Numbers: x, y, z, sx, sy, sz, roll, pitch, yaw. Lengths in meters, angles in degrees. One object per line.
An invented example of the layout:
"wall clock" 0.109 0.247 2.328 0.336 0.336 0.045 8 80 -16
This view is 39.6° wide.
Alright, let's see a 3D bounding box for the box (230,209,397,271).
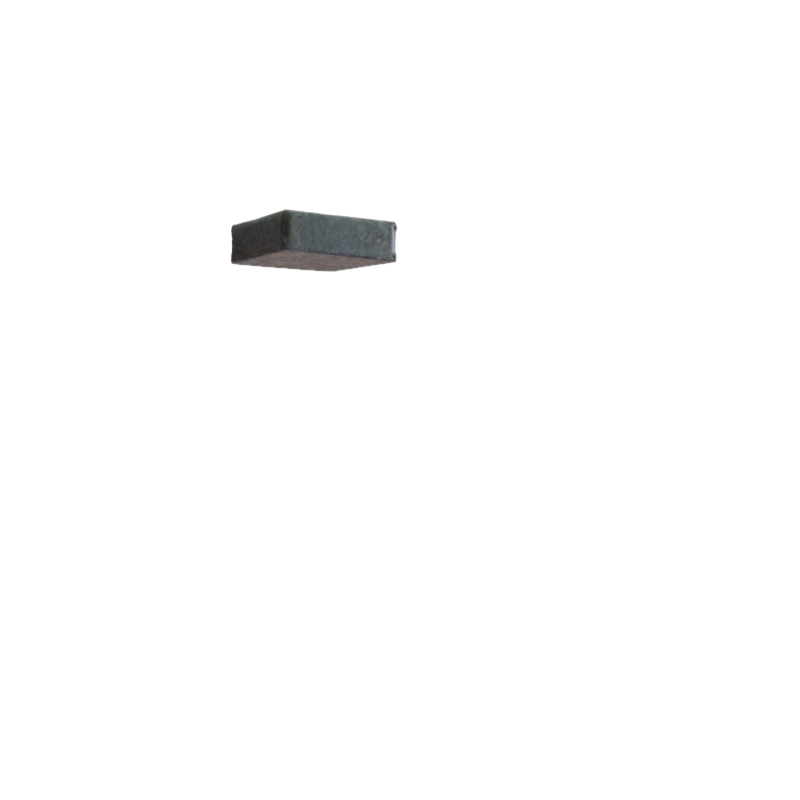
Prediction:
"box" -0.058 -0.106 0.742 0.086 0.031 0.075 1 -1 -34
